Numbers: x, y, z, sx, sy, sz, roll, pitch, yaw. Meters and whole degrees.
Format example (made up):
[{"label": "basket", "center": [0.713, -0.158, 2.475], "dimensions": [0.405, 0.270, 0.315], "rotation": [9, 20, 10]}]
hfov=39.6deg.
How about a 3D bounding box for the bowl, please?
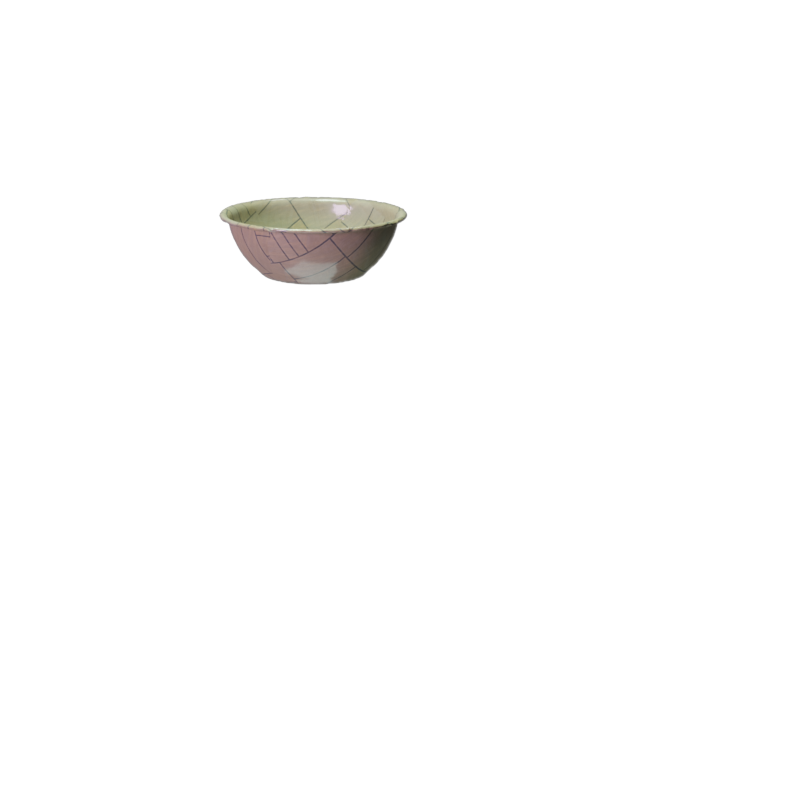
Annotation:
[{"label": "bowl", "center": [-0.075, -0.137, 0.961], "dimensions": [0.162, 0.053, 0.168], "rotation": [-1, 19, -2]}]
